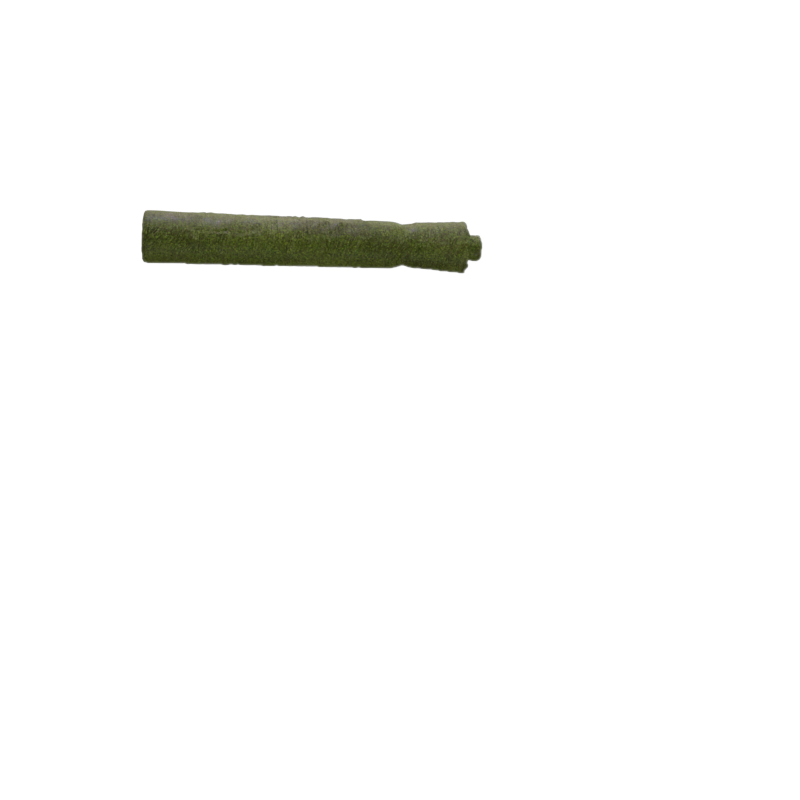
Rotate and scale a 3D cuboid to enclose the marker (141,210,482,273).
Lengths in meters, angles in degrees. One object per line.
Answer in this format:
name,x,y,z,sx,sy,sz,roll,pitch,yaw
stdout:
marker,-0.031,-0.057,0.397,0.120,0.020,0.020,1,4,-3
